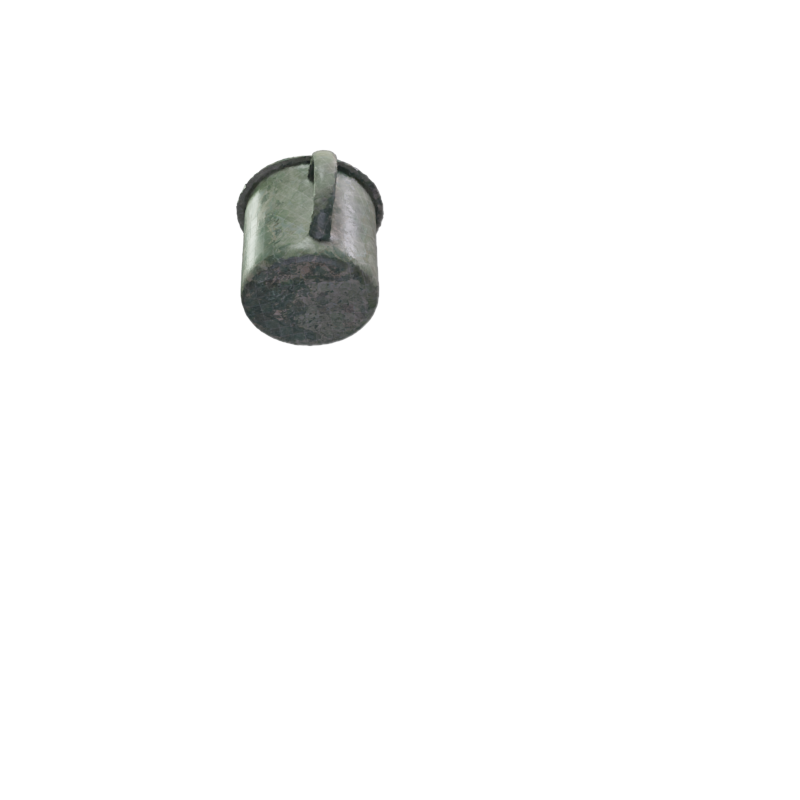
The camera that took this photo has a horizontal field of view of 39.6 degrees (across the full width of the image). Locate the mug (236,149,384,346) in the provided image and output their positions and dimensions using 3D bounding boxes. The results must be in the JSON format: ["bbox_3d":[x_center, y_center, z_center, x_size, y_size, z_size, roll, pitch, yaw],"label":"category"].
[{"bbox_3d":[-0.052,-0.095,0.664,0.092,0.088,0.111,8,-43,-10],"label":"mug"}]
